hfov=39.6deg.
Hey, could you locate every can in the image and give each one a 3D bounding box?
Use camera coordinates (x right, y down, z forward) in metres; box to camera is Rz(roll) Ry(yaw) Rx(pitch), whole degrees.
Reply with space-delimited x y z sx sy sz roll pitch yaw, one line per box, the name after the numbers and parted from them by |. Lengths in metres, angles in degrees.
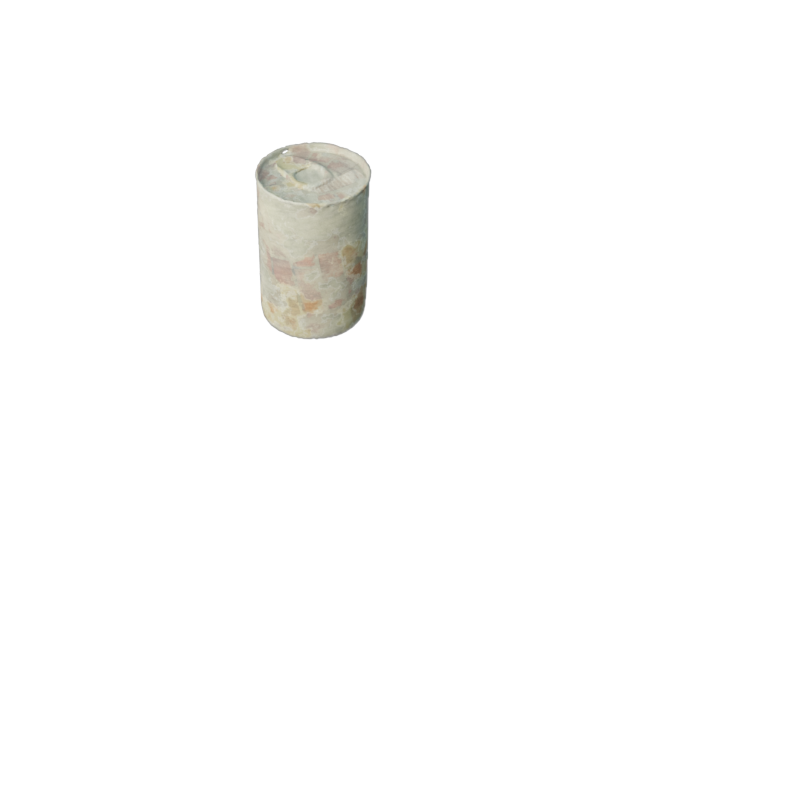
-0.053 -0.096 0.676 0.068 0.095 0.073 0 40 -3 | can
